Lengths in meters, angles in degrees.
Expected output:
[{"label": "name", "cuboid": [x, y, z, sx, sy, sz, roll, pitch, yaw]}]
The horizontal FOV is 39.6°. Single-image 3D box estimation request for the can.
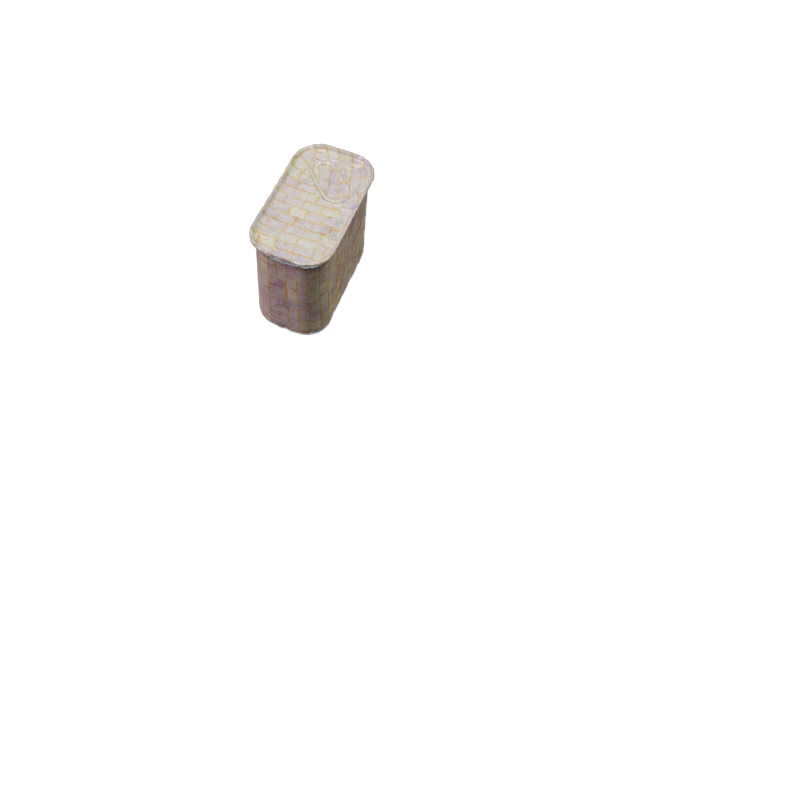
[{"label": "can", "cuboid": [-0.059, -0.107, 0.749, 0.059, 0.106, 0.078, 18, -34, 10]}]
